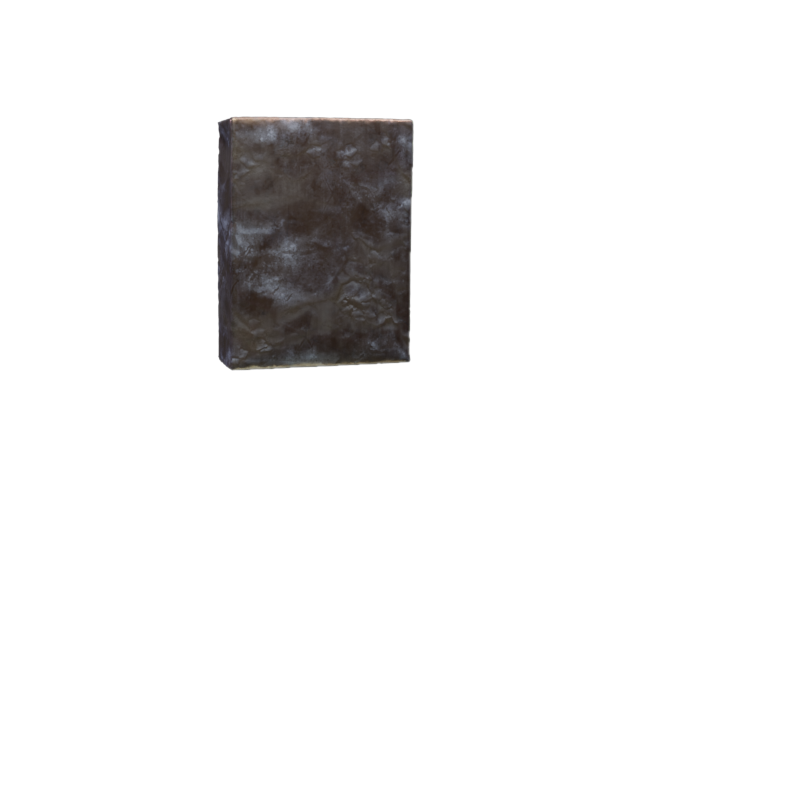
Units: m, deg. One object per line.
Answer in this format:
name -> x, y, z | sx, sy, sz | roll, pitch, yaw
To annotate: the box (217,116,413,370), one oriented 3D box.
box -> -0.076, -0.138, 0.970 | 0.161, 0.212, 0.074 | -2, 5, -18
